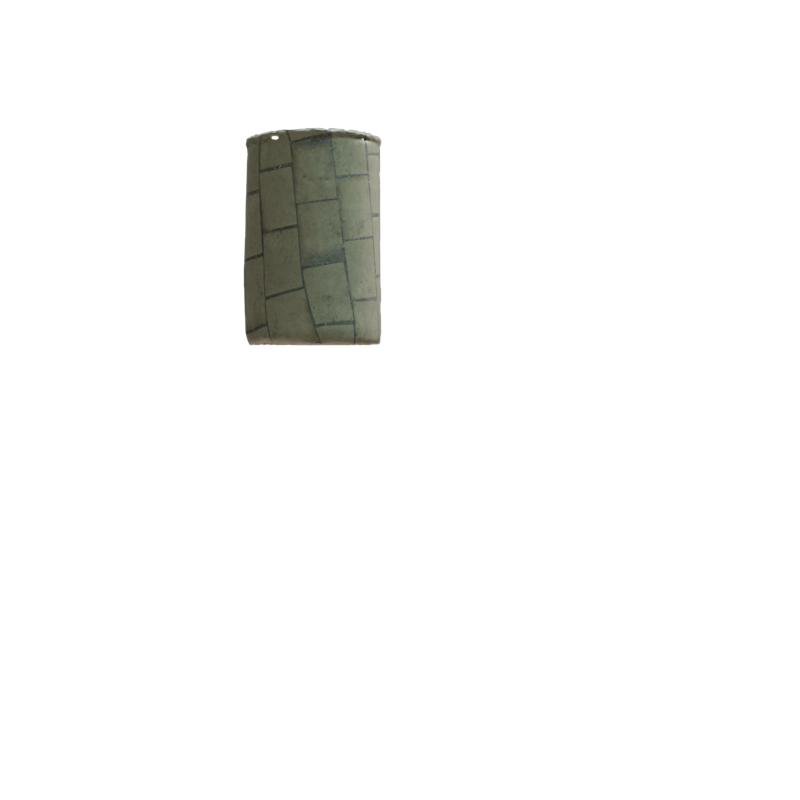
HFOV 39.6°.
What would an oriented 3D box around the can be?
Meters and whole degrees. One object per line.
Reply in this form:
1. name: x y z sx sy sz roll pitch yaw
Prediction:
1. can: -0.043 -0.079 0.550 0.068 0.103 0.068 0 -3 -2
